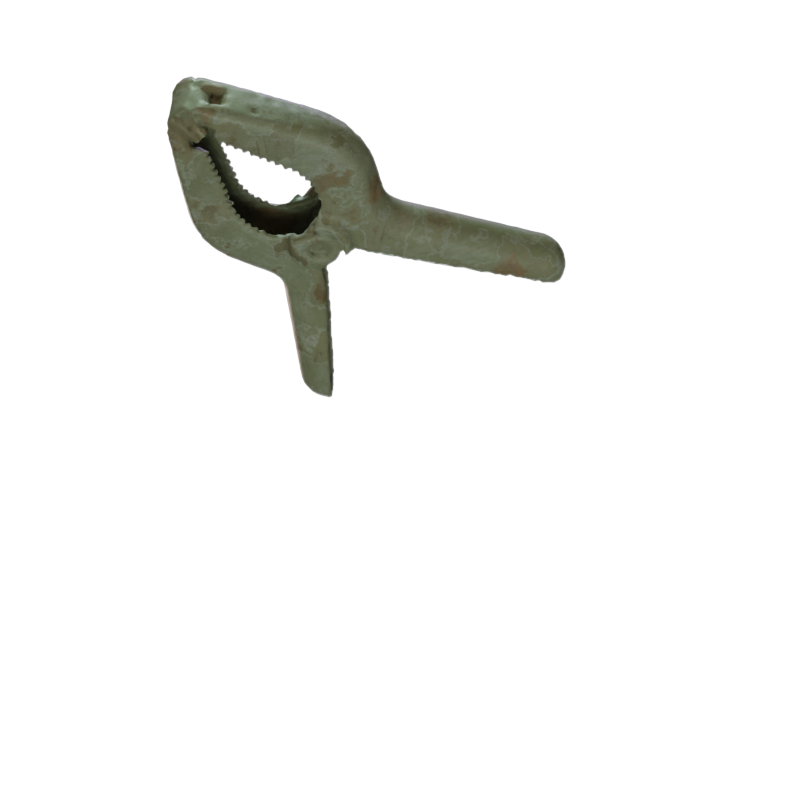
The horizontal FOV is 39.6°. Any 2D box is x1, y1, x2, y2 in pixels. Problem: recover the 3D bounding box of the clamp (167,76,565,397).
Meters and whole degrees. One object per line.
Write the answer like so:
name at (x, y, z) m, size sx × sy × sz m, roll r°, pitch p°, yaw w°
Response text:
clamp at (-0.043, -0.079, 0.555) m, size 0.197 × 0.039 × 0.163 m, roll 33°, pitch -52°, yaw -31°
